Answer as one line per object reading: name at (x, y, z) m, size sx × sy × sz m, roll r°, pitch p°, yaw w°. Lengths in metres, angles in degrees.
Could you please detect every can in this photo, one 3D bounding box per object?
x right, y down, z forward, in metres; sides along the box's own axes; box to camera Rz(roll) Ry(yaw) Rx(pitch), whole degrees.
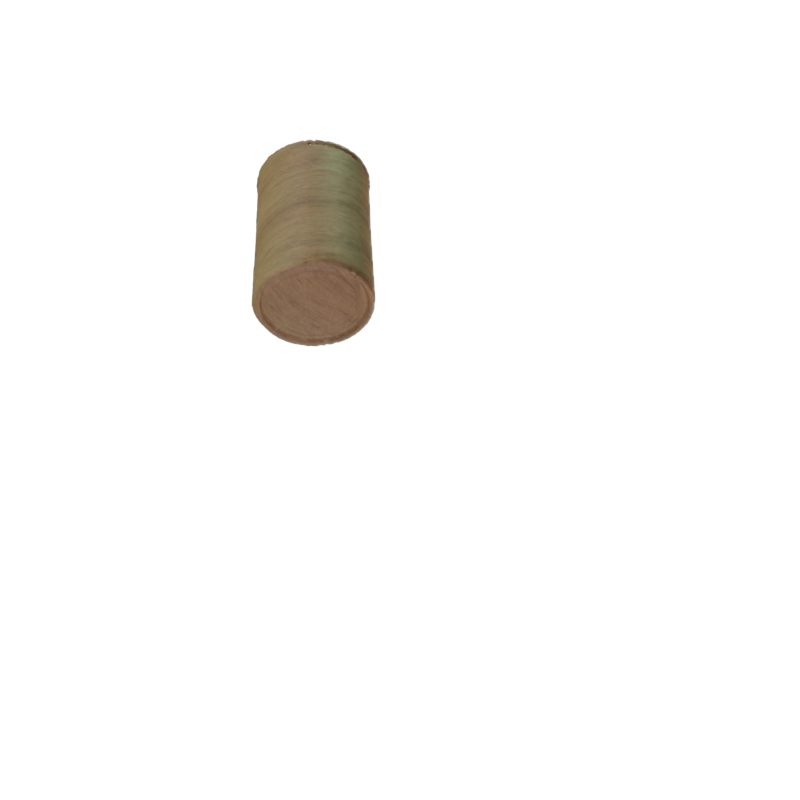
can at (-0.049, -0.090, 0.628) m, size 0.068 × 0.110 × 0.064 m, roll -1°, pitch -43°, yaw -3°
